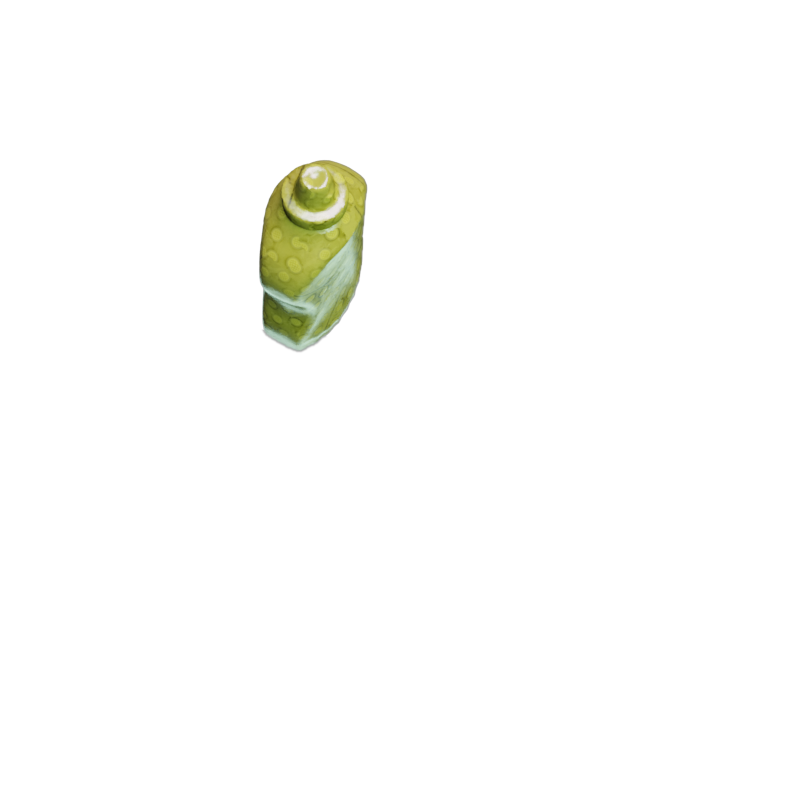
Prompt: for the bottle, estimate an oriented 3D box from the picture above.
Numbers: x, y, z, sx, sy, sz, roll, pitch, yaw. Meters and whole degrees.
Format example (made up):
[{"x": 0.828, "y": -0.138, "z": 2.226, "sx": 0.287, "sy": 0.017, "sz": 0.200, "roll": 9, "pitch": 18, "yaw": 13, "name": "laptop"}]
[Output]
[{"x": -0.057, "y": -0.104, "z": 0.730, "sx": 0.060, "sy": 0.098, "sz": 0.183, "roll": 30, "pitch": -17, "yaw": 5, "name": "bottle"}]
